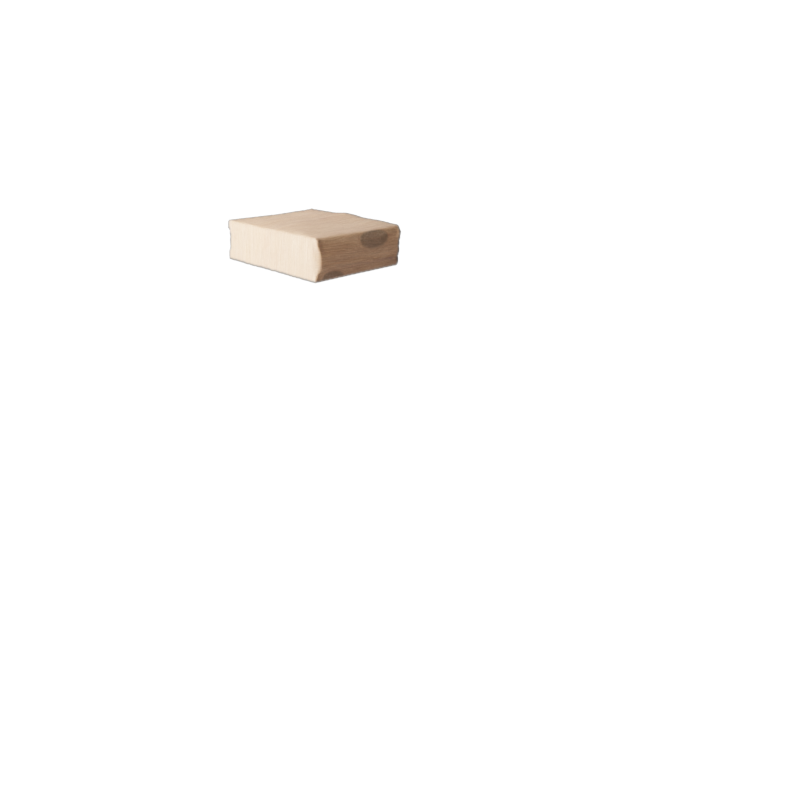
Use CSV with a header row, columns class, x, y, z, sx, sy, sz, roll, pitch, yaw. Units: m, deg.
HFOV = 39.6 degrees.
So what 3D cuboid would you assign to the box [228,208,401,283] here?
class,x,y,z,sx,sy,sz,roll,pitch,yaw
box,-0.056,-0.102,0.717,0.071,0.029,0.094,-16,24,-41
